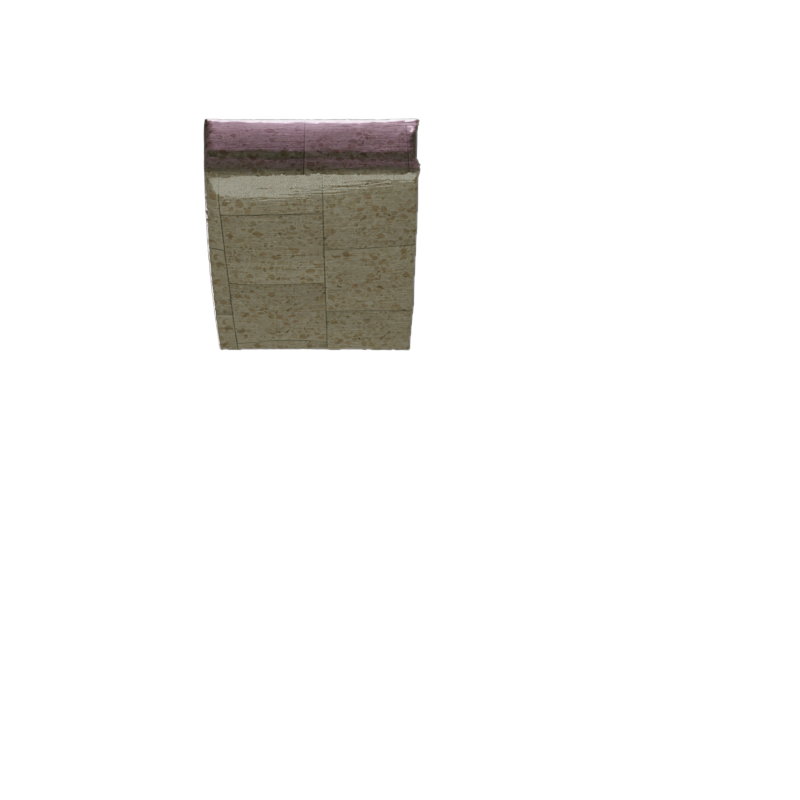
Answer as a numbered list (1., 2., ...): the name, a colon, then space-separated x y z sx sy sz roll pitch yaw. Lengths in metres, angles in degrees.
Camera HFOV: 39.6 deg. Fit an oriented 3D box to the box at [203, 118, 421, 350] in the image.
1. box: -0.038 -0.069 0.482 0.090 0.042 0.106 0 -39 -1
